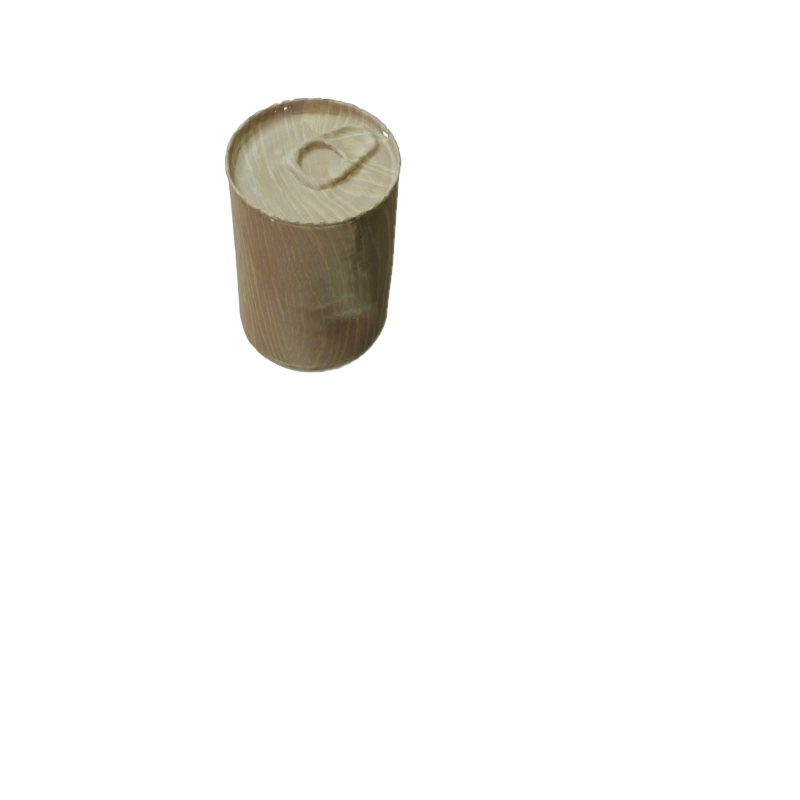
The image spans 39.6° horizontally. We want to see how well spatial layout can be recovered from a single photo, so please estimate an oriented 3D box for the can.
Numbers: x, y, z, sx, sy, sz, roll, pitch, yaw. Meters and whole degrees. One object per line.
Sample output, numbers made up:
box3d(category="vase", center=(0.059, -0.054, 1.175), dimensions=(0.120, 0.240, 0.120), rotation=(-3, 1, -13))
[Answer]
box3d(category="can", center=(-0.036, -0.066, 0.464), dimensions=(0.068, 0.073, 0.095), rotation=(0, -35, -3))
